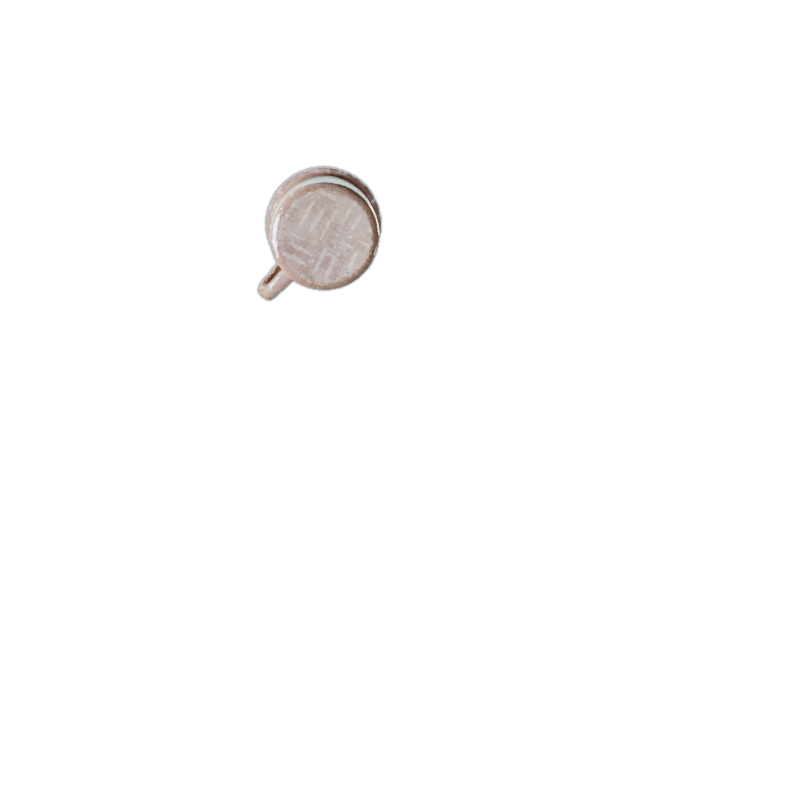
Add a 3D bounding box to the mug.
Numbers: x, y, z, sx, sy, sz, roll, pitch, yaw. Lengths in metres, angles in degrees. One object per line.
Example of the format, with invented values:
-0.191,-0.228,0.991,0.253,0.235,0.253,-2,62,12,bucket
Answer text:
-0.067,-0.122,0.856,0.116,0.091,0.084,-44,10,6,mug
